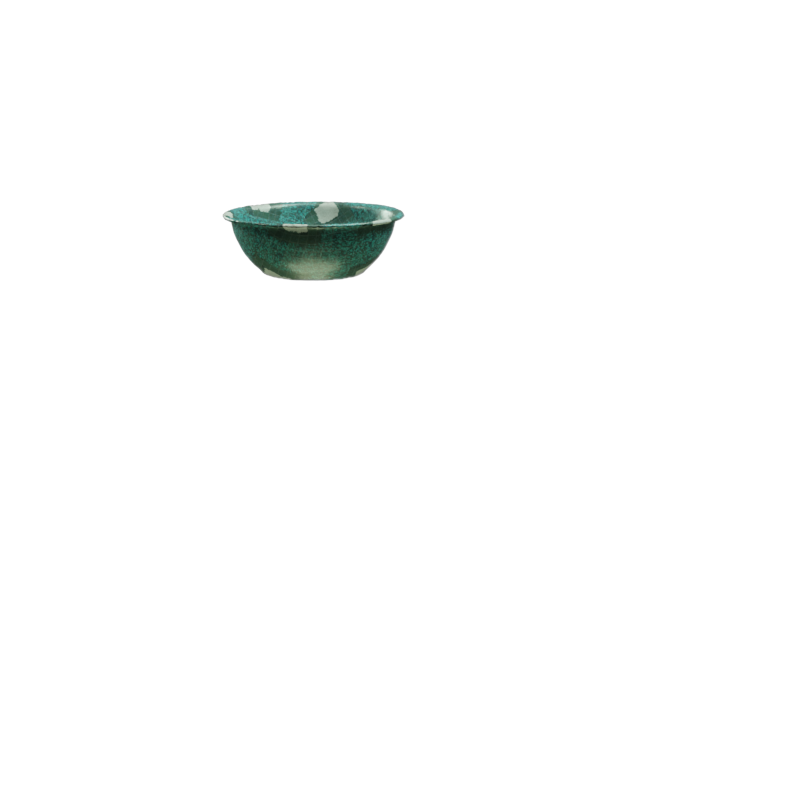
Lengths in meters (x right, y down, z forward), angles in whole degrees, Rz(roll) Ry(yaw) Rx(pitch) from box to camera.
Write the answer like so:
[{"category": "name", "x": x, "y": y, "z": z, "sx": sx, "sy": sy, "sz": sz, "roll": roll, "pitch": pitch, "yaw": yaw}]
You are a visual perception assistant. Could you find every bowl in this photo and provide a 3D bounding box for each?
[{"category": "bowl", "x": -0.078, "y": -0.142, "z": 0.992, "sx": 0.162, "sy": 0.053, "sz": 0.167, "roll": -1, "pitch": 16, "yaw": -2}]
